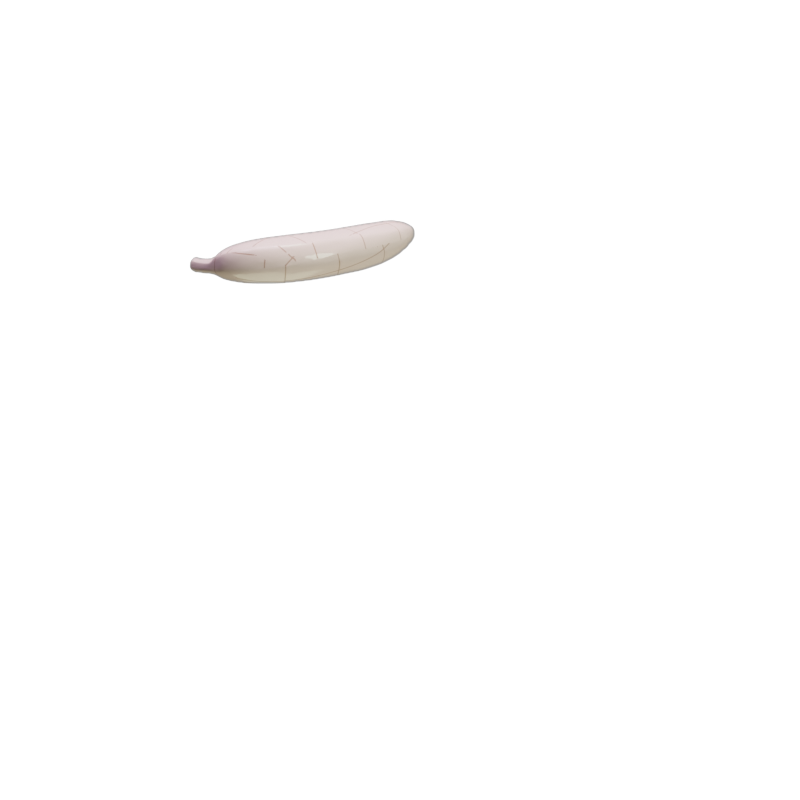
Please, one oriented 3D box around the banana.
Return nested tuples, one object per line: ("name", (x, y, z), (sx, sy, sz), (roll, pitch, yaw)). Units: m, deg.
("banana", (-0.068, -0.123, 0.903), (0.194, 0.035, 0.074), (-10, 26, -20))
